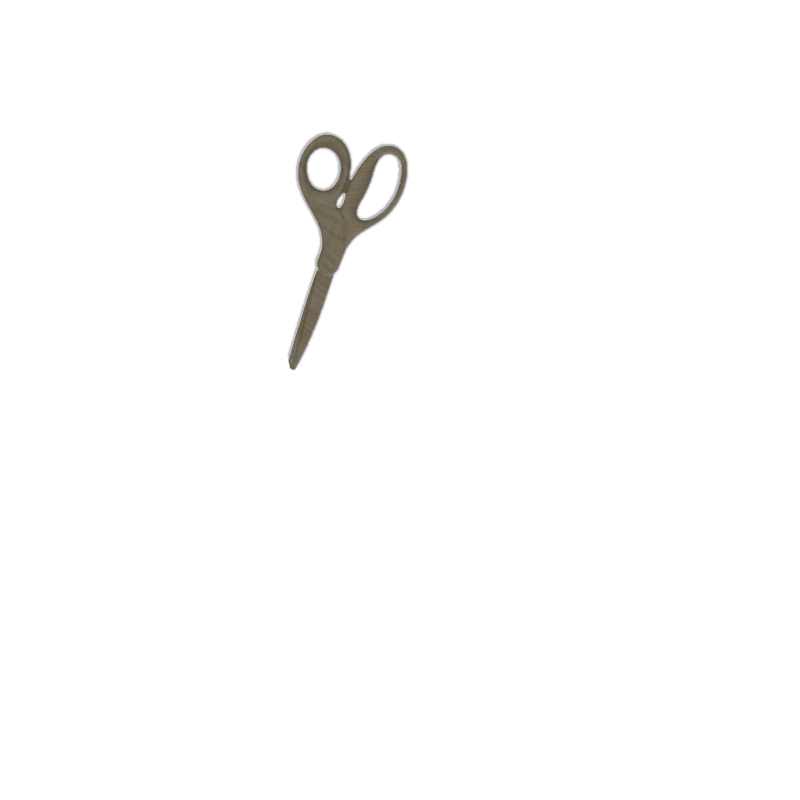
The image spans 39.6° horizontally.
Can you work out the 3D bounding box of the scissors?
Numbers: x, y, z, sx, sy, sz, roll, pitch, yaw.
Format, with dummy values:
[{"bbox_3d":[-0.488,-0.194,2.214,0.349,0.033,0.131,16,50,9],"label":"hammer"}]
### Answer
[{"bbox_3d":[-0.070,-0.128,0.898,0.094,0.199,0.016,34,11,-8],"label":"scissors"}]
